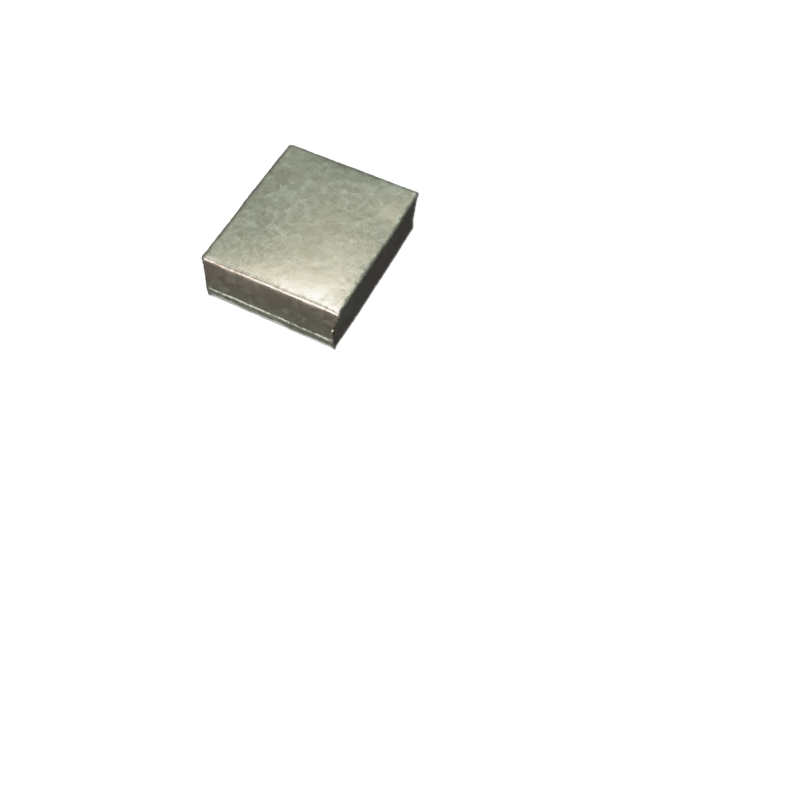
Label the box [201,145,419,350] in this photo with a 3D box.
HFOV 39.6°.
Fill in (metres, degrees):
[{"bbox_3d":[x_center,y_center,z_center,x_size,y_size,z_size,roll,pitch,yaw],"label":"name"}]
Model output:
[{"bbox_3d":[-0.052,-0.095,0.665,0.093,0.118,0.036,21,-35,15],"label":"box"}]
